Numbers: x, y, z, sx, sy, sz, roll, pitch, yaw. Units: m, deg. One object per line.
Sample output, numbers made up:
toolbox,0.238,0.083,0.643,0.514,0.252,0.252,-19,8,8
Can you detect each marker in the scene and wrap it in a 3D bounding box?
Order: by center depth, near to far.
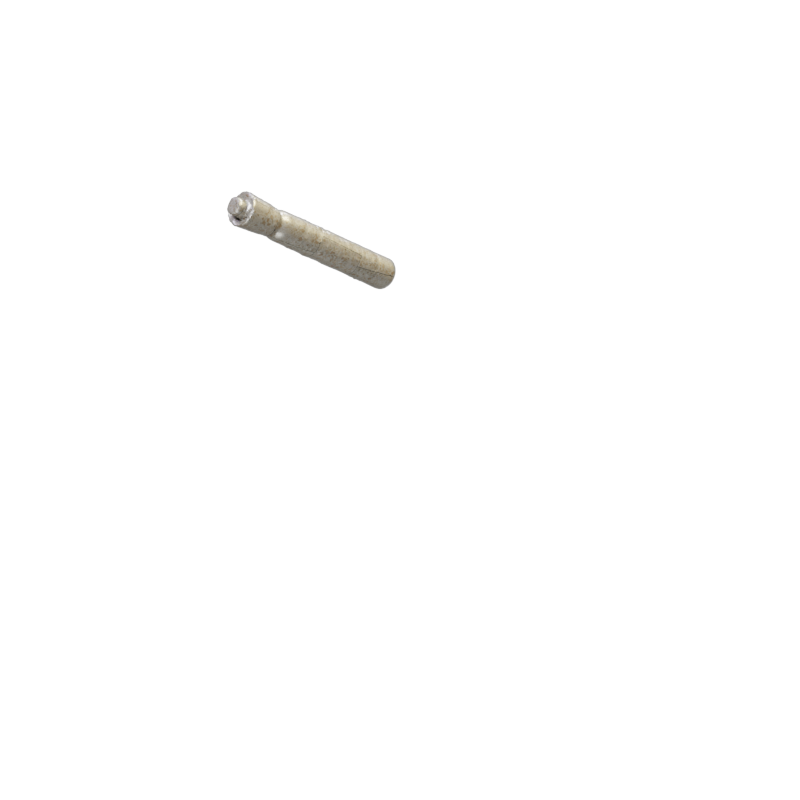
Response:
marker,-0.047,-0.086,0.599,0.021,0.020,0.113,4,-11,43
